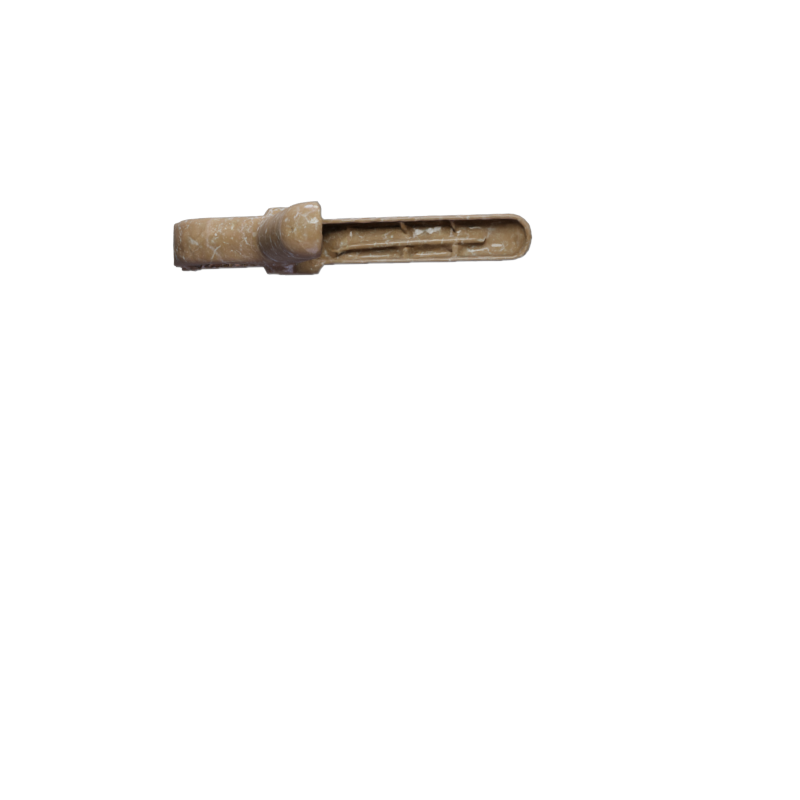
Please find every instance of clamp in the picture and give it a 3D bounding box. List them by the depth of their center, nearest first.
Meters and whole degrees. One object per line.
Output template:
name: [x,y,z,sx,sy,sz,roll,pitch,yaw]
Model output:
clamp: [-0.047,-0.086,0.602,0.158,0.036,0.218,-4,6,-39]
